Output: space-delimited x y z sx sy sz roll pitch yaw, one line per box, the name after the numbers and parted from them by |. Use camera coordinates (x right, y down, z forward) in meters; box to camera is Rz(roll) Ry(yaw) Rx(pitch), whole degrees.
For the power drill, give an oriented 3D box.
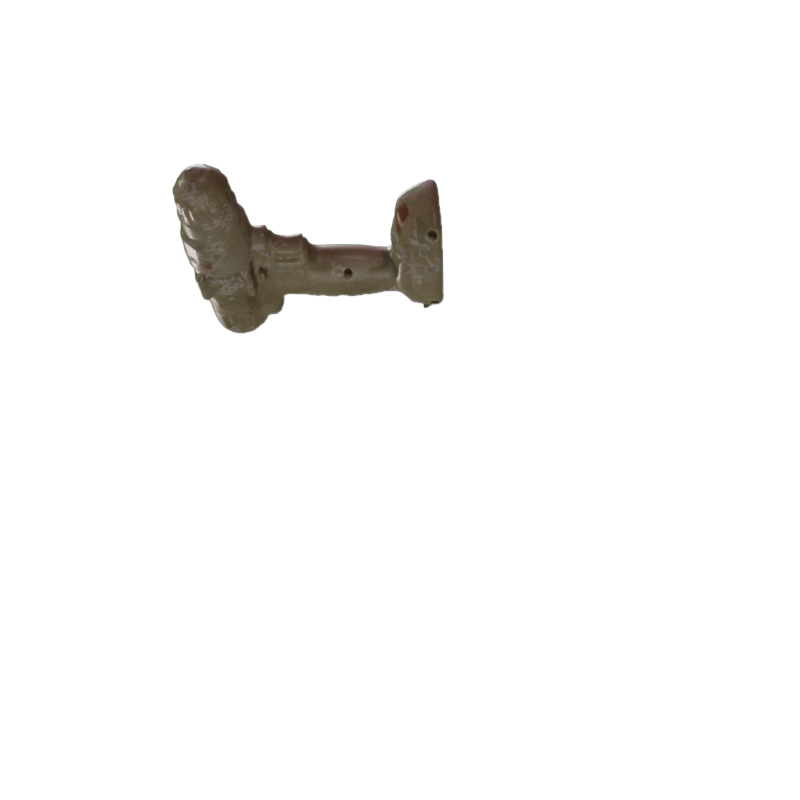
-0.064 -0.116 0.811 0.189 0.061 0.172 -3 -28 5 | power drill
